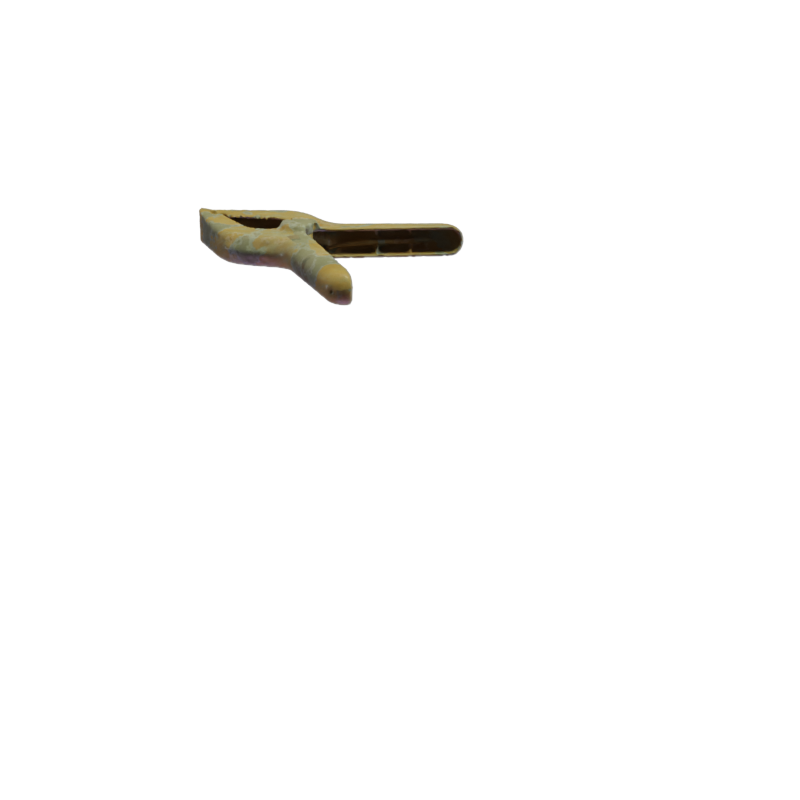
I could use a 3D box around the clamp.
[{"bbox_3d":[-0.068,-0.123,0.863,0.222,0.035,0.162,18,28,38],"label":"clamp"}]
